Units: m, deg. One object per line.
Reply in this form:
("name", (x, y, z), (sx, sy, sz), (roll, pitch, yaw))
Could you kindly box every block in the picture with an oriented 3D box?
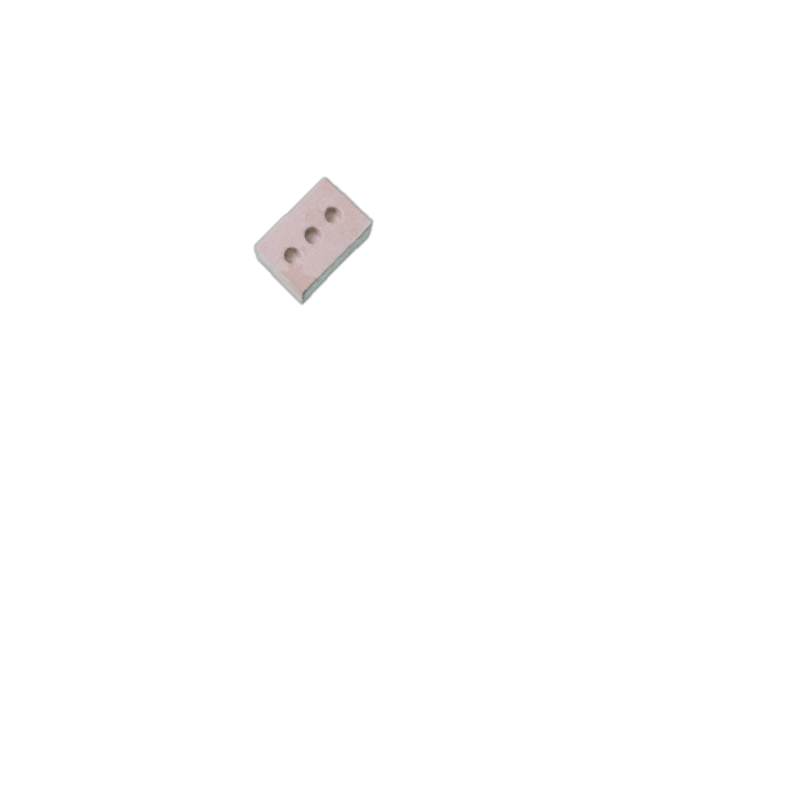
("block", (-0.067, -0.122, 0.856), (0.054, 0.078, 0.050), (43, -8, 4))
